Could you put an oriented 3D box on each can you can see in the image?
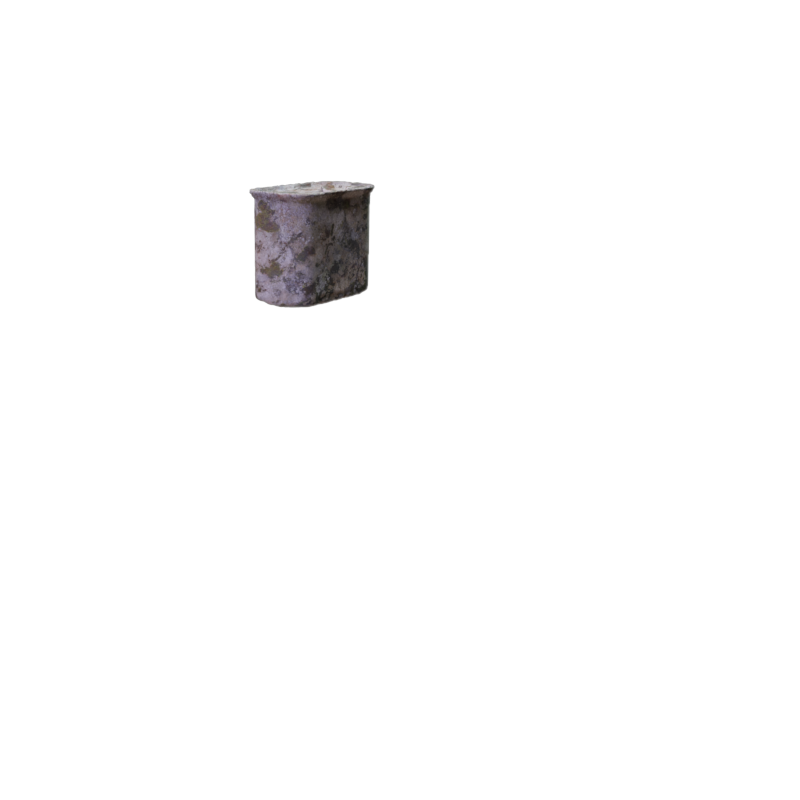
[{"bbox_3d":[-0.065,-0.119,0.836,0.060,0.082,0.100,9,16,36],"label":"can"}]
